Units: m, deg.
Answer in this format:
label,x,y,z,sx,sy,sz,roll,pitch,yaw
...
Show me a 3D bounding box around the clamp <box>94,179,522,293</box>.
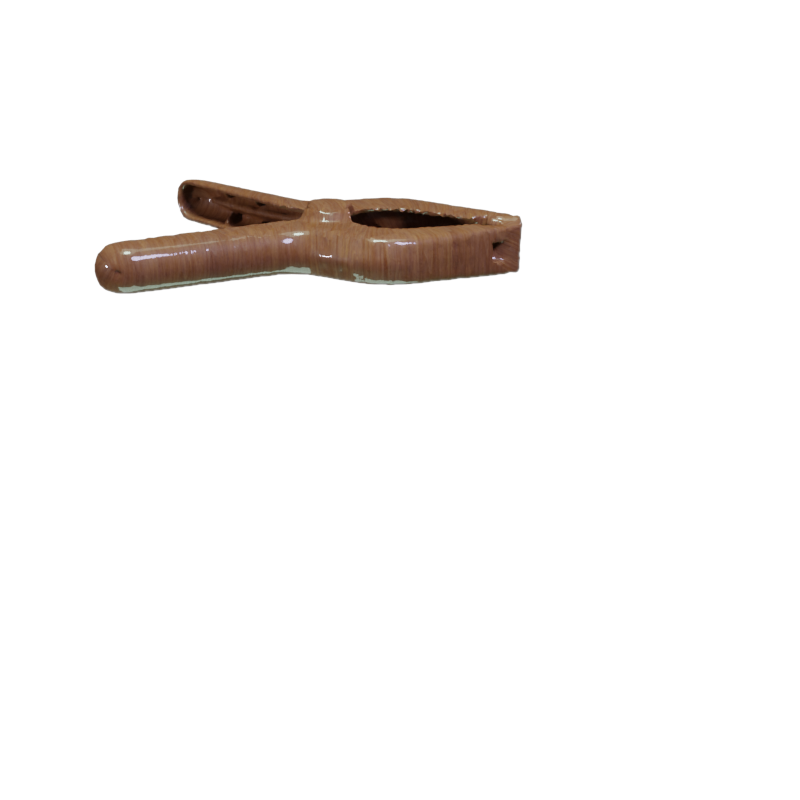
label,x,y,z,sx,sy,sz,roll,pitch,yaw
clamp,-0.045,-0.082,0.578,0.214,0.035,0.169,5,24,12
